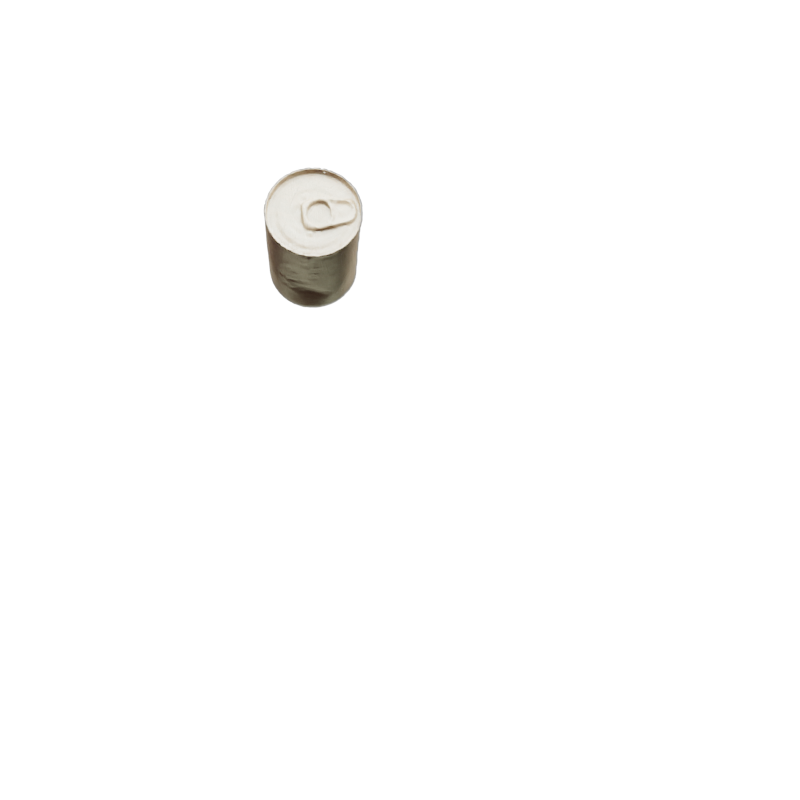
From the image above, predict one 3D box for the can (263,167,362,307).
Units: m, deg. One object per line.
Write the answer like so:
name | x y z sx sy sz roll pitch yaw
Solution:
can | -0.063 -0.115 0.803 0.068 0.072 0.098 0 -19 -3
